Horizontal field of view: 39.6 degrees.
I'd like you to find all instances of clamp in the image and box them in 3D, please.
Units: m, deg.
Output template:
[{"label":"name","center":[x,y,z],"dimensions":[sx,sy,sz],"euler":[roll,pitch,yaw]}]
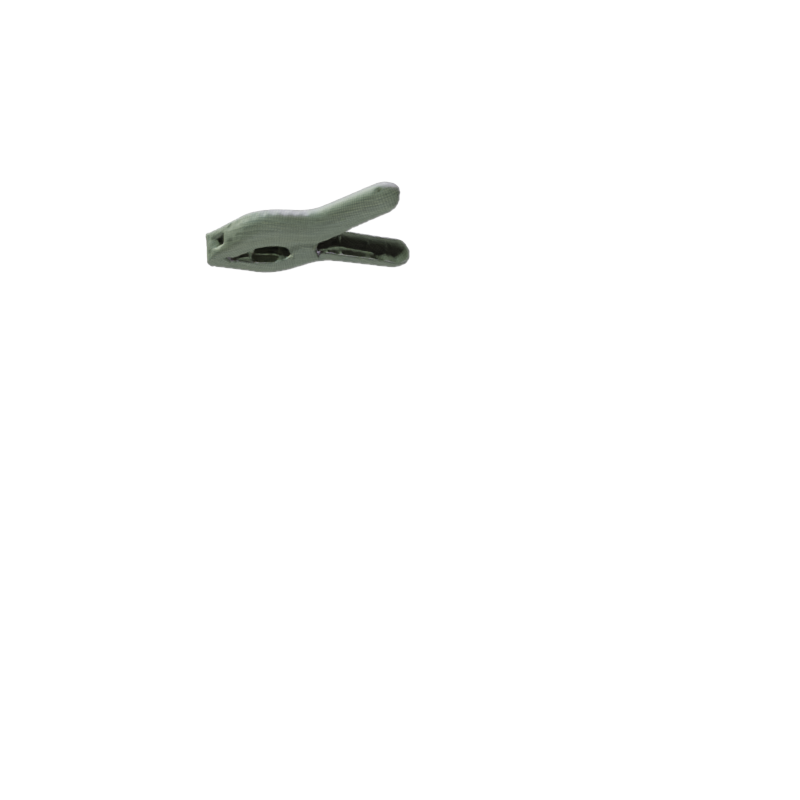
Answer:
[{"label":"clamp","center":[-0.072,-0.131,0.919],"dimensions":[0.174,0.042,0.111],"euler":[-7,-28,14]}]
